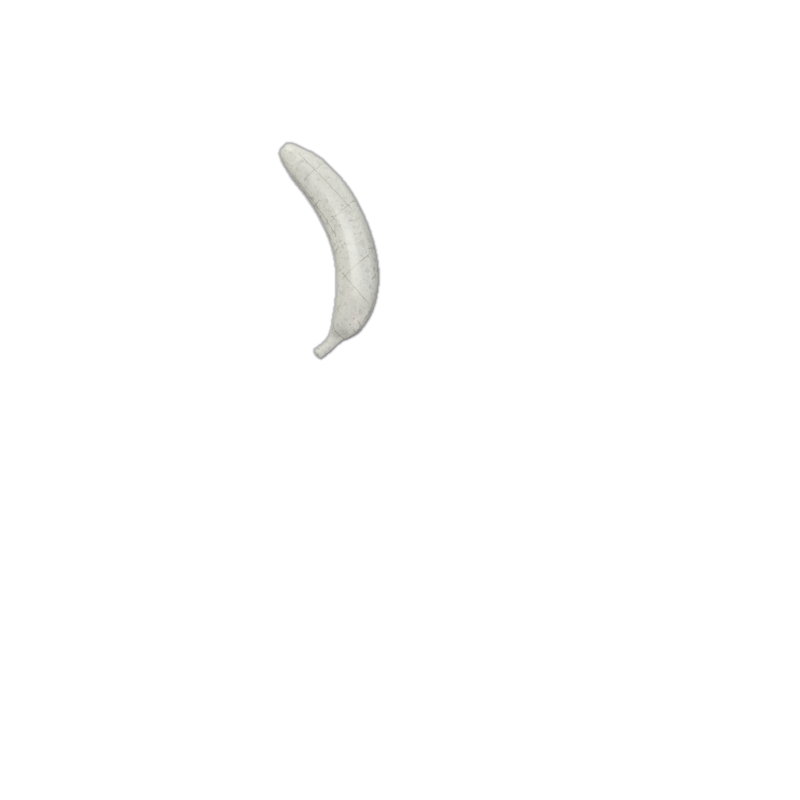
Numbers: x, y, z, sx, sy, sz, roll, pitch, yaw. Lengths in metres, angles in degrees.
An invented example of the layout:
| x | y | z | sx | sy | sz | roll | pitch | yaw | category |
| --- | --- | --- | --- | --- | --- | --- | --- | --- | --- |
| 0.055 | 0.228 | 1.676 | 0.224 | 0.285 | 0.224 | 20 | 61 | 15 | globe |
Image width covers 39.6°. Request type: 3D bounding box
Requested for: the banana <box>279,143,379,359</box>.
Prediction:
| x | y | z | sx | sy | sz | roll | pitch | yaw | category |
| --- | --- | --- | --- | --- | --- | --- | --- | --- | --- |
| -0.058 | -0.140 | 0.982 | 0.069 | 0.205 | 0.036 | -10 | -13 | -3 | banana |
